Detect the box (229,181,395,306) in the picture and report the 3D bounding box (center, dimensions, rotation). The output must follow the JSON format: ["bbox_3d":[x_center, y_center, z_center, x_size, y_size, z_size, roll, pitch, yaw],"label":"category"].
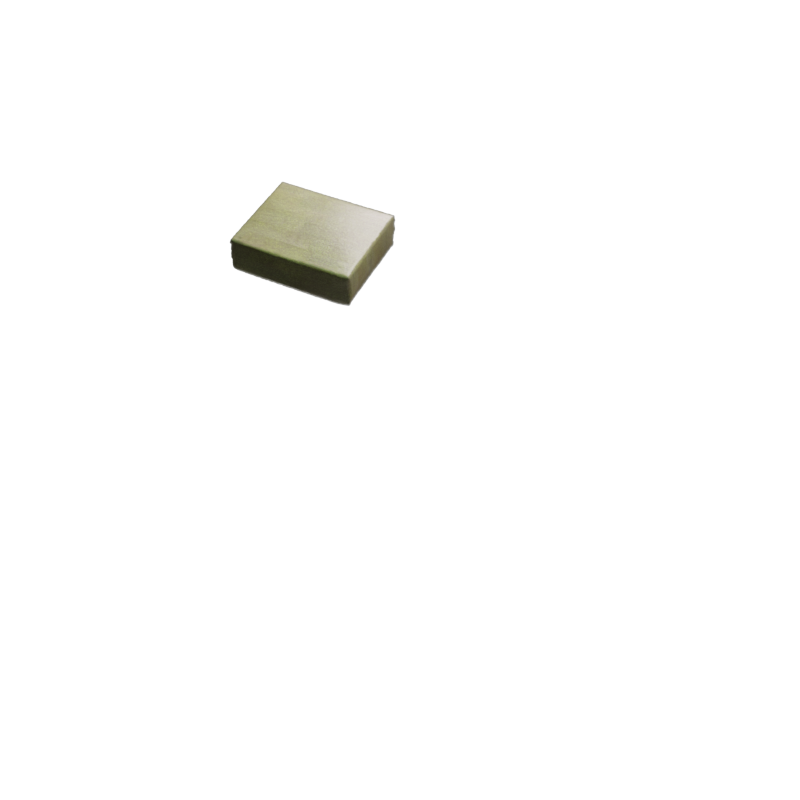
[{"bbox_3d":[-0.073,-0.133,0.935,0.118,0.036,0.093,20,49,18],"label":"box"}]
